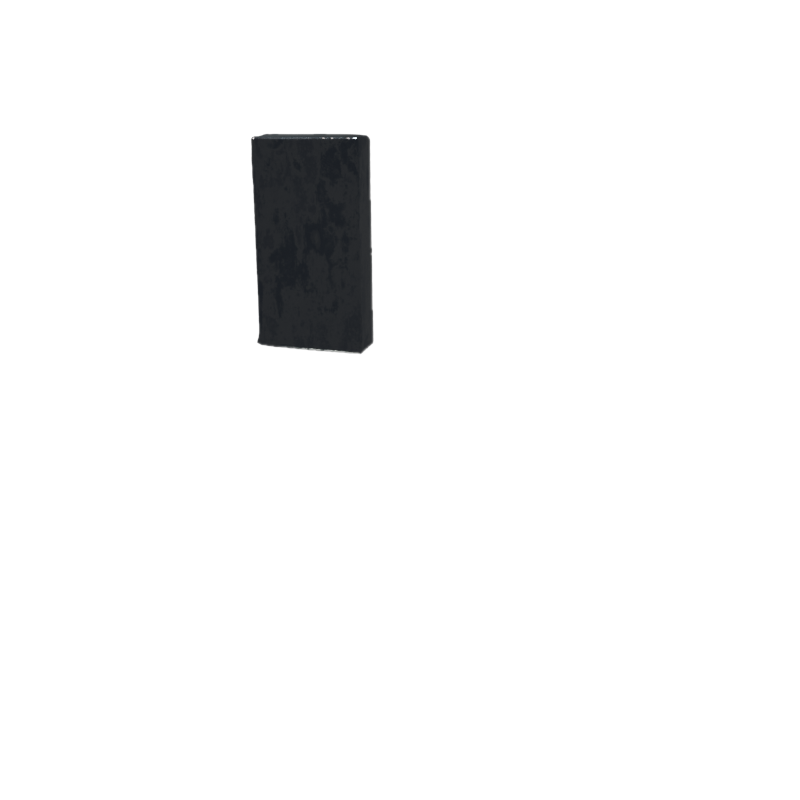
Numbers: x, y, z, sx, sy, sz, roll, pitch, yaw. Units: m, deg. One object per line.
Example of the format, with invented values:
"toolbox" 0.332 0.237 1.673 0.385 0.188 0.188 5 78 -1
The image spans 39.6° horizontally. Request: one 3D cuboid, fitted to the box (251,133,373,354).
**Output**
"box" -0.071 -0.130 0.912 0.096 0.173 0.048 4 9 18
